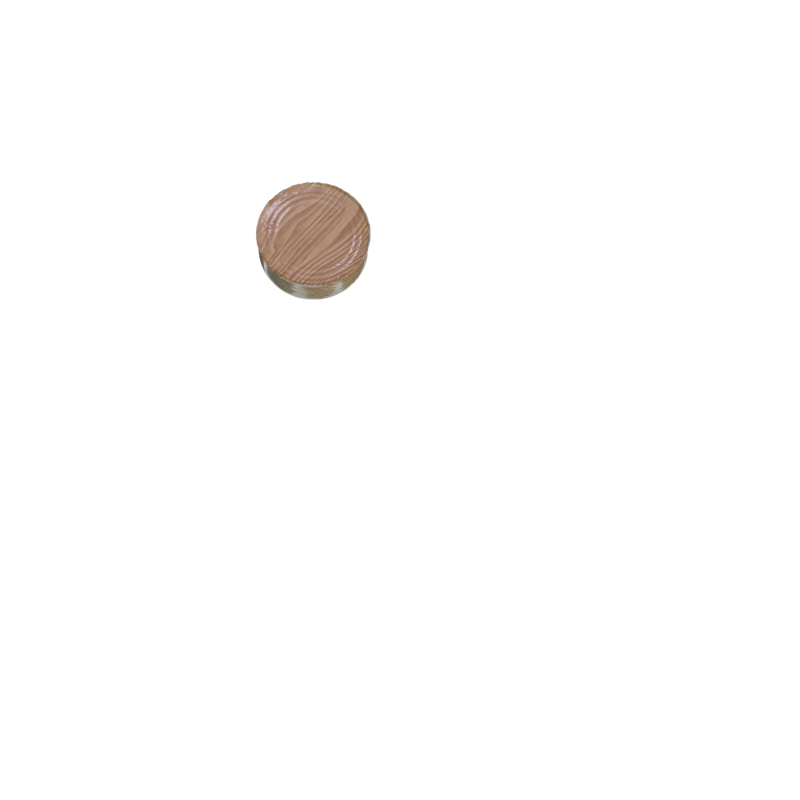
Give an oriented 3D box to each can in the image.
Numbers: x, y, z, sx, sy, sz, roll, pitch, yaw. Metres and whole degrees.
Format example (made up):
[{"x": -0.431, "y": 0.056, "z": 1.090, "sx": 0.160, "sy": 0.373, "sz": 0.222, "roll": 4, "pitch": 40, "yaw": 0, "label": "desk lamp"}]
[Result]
[{"x": -0.066, "y": -0.120, "z": 0.842, "sx": 0.086, "sy": 0.090, "sz": 0.032, "roll": -1, "pitch": -23, "yaw": -1, "label": "can"}]
